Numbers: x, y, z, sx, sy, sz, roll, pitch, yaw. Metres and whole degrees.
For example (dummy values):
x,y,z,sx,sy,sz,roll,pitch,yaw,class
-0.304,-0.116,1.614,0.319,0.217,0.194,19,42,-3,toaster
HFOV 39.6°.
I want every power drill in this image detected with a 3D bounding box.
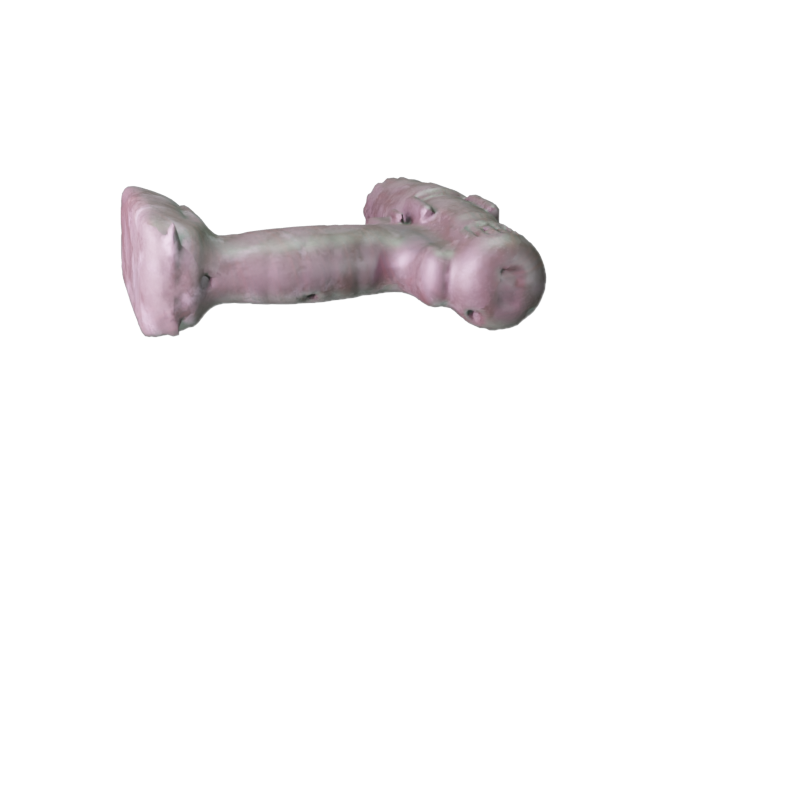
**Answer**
x,y,z,sx,sy,sz,roll,pitch,yaw,class
-0.044,-0.080,0.558,0.184,0.055,0.194,-5,20,-15,power drill
